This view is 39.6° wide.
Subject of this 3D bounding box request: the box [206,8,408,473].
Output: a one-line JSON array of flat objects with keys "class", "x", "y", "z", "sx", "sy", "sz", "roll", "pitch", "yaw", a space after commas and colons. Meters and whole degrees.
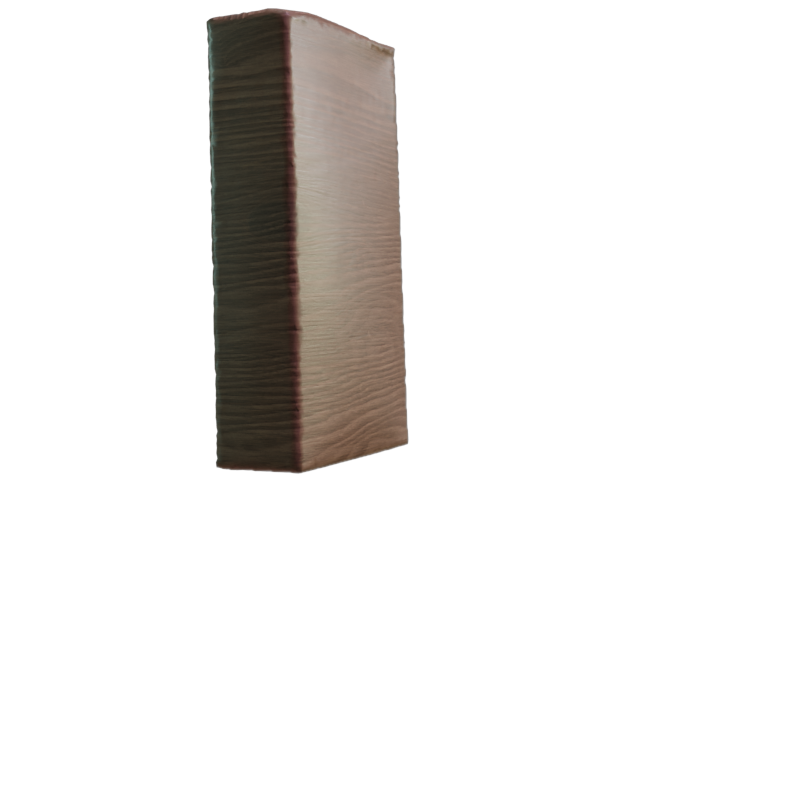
[{"class": "box", "x": -0.036, "y": -0.065, "z": 0.458, "sx": 0.050, "sy": 0.177, "sz": 0.090, "roll": -1, "pitch": 0, "yaw": 28}]
